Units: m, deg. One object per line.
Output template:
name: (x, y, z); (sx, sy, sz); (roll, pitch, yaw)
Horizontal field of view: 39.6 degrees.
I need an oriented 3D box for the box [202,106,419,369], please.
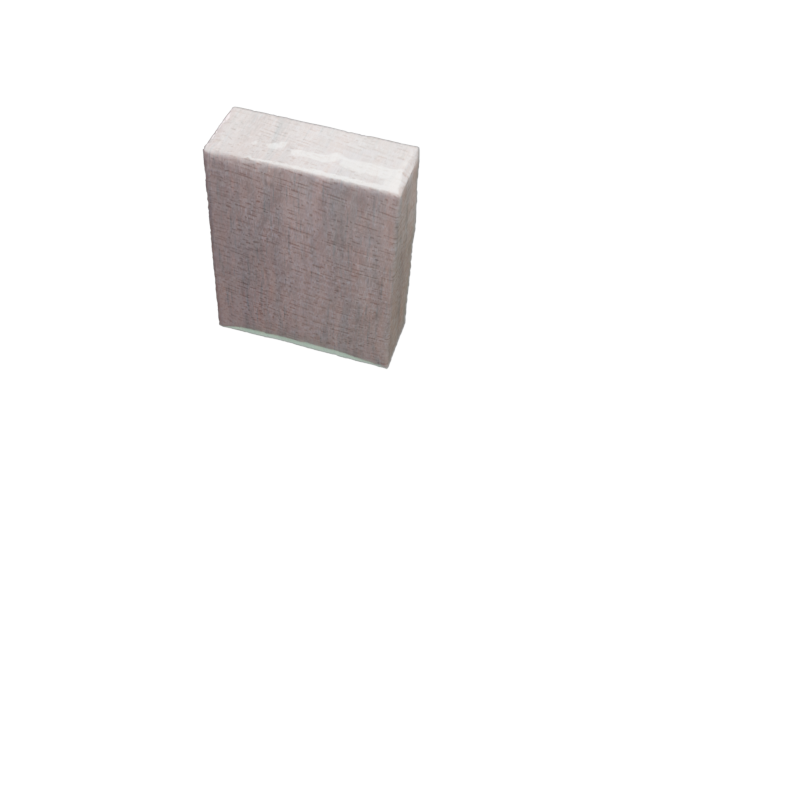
box: (-0.074, -0.135, 0.944); (0.168, 0.075, 0.199); (16, -40, 11)
